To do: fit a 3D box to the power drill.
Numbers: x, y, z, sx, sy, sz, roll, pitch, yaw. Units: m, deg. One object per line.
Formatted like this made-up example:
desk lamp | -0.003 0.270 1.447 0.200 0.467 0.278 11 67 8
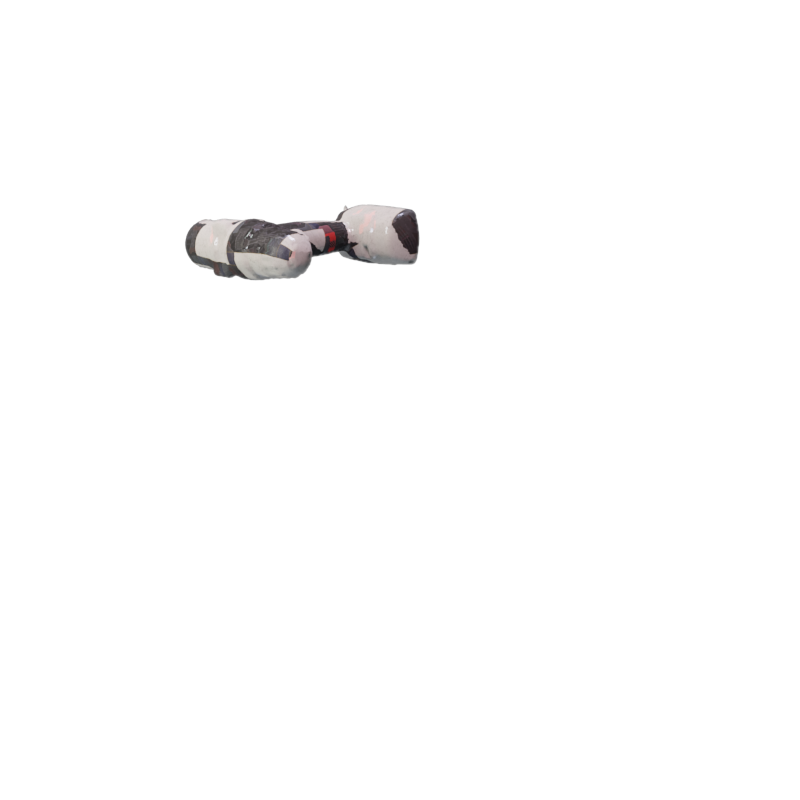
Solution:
power drill | -0.078 -0.143 0.999 0.182 0.056 0.194 -9 16 -33
